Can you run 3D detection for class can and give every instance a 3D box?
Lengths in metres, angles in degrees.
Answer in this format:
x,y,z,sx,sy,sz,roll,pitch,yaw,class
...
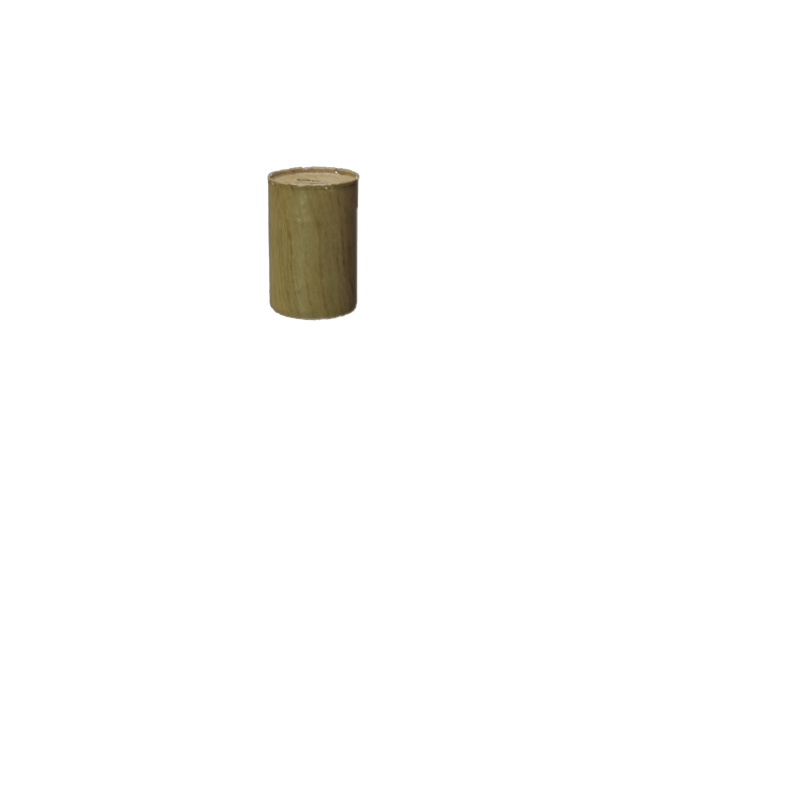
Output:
x,y,z,sx,sy,sz,roll,pitch,yaw,class
-0.065,-0.118,0.827,0.068,0.098,0.071,0,17,-2,can
